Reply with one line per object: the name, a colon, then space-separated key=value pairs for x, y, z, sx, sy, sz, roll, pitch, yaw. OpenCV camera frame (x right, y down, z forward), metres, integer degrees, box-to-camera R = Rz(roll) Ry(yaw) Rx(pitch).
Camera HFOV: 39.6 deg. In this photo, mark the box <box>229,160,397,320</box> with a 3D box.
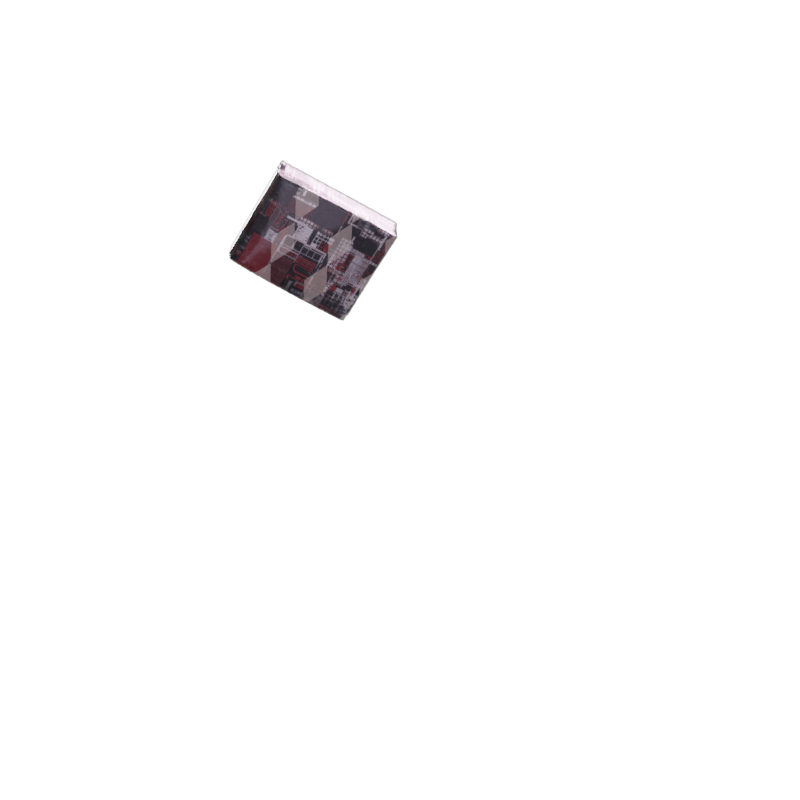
box: x=-0.072 y=-0.130 z=0.914 sx=0.110 sy=0.087 sz=0.041 roll=28 pitch=22 yaw=-13
